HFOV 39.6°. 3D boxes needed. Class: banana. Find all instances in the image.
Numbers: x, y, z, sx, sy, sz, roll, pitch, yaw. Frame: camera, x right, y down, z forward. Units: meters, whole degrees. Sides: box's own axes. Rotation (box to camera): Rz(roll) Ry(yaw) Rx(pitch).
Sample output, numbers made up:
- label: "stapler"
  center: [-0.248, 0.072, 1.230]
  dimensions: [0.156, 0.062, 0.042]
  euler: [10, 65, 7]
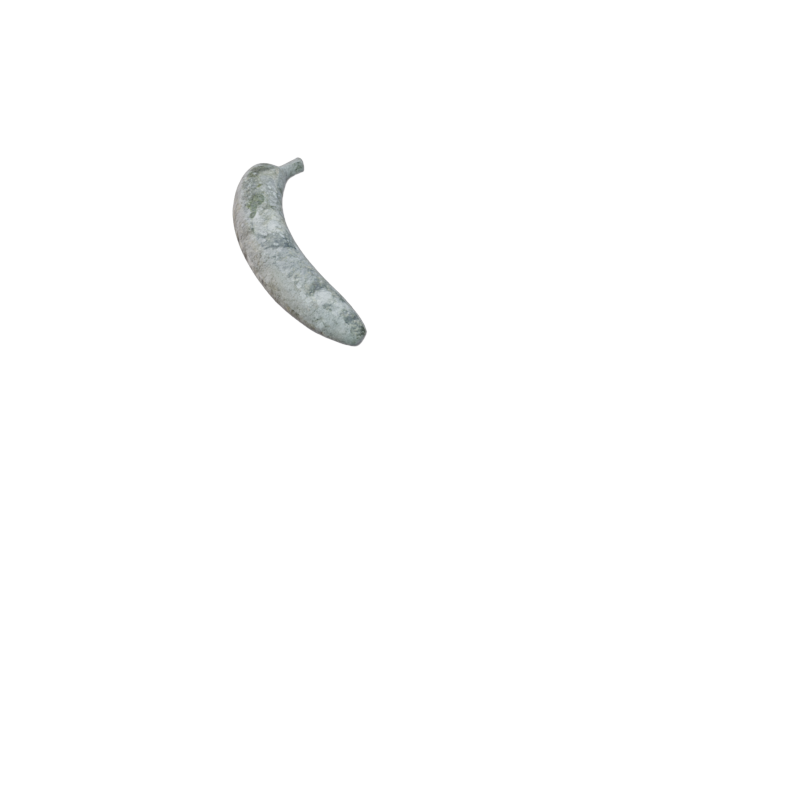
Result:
- label: "banana"
  center: [-0.082, -0.114, 0.803]
  dimensions: [0.069, 0.214, 0.034]
  euler: [-11, -40, -10]
